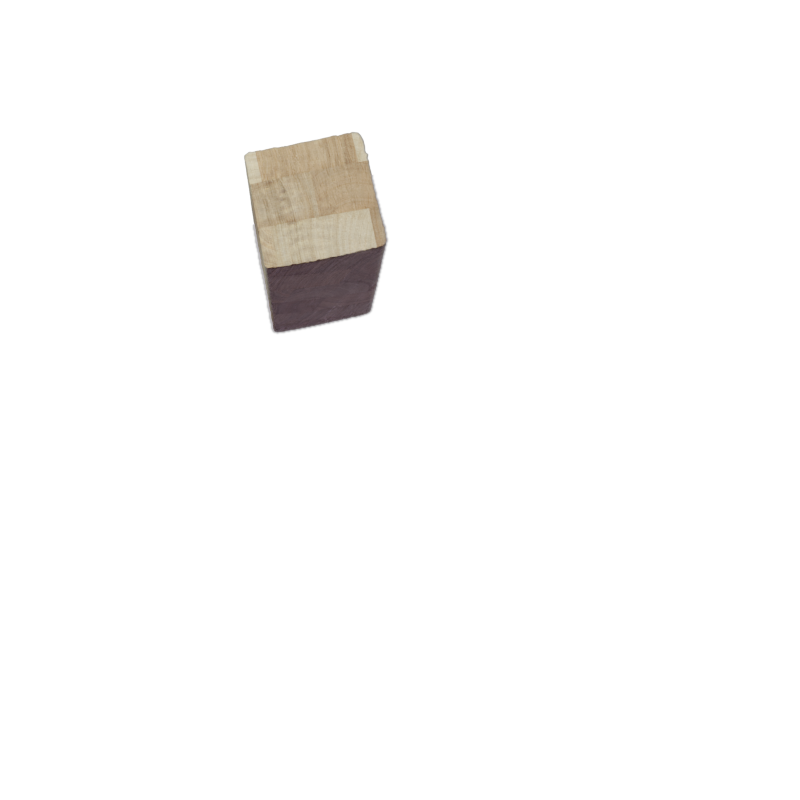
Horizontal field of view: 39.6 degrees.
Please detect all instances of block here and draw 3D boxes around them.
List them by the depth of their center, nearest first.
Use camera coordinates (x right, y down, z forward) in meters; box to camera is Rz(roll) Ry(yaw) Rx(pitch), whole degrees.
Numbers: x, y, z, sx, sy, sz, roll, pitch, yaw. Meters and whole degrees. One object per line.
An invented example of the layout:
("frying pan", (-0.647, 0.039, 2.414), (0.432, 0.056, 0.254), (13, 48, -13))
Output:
("block", (-0.069, -0.126, 0.884), (0.090, 0.094, 0.200), (-11, -10, -6))
